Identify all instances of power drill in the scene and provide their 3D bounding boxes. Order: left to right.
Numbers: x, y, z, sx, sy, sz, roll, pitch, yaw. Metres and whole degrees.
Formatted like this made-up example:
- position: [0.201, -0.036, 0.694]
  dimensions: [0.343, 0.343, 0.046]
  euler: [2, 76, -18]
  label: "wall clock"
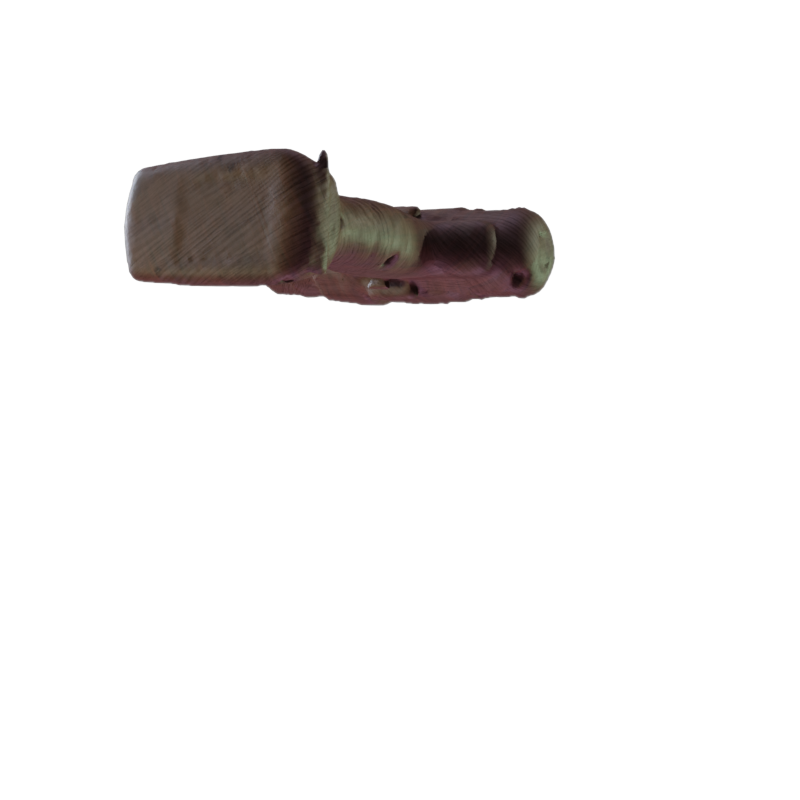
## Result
- position: [-0.043, -0.078, 0.548]
  dimensions: [0.191, 0.058, 0.180]
  euler: [1, 1, 36]
  label: "power drill"
